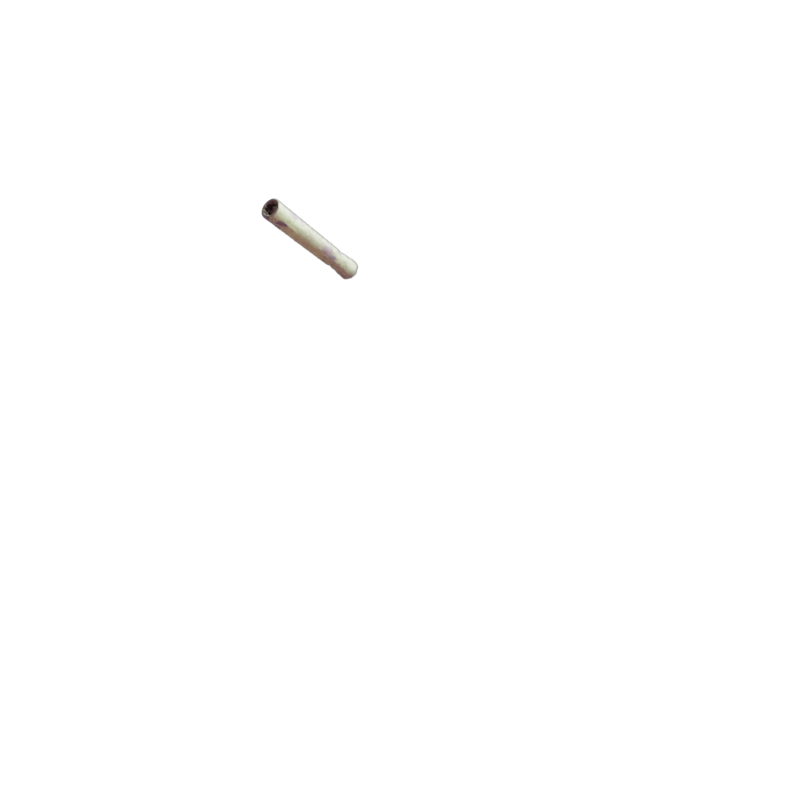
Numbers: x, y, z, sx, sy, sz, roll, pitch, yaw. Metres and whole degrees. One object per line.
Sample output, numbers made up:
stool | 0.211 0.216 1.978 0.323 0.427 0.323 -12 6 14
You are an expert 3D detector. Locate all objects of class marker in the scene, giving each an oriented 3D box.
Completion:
marker | -0.074 -0.134 0.941 0.021 0.020 0.112 3 -21 39
